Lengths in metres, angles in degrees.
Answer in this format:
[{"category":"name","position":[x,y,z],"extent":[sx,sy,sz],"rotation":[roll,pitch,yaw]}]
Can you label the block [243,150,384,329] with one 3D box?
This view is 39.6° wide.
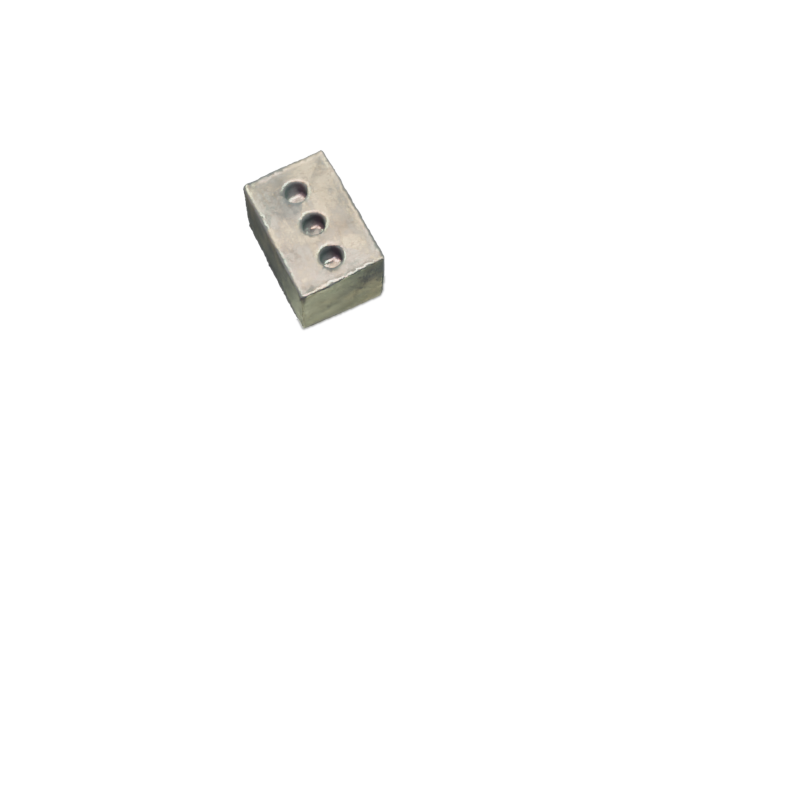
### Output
[{"category":"block","position":[-0.050,-0.090,0.632],"extent":[0.053,0.082,0.049],"rotation":[-26,-19,-11]}]
